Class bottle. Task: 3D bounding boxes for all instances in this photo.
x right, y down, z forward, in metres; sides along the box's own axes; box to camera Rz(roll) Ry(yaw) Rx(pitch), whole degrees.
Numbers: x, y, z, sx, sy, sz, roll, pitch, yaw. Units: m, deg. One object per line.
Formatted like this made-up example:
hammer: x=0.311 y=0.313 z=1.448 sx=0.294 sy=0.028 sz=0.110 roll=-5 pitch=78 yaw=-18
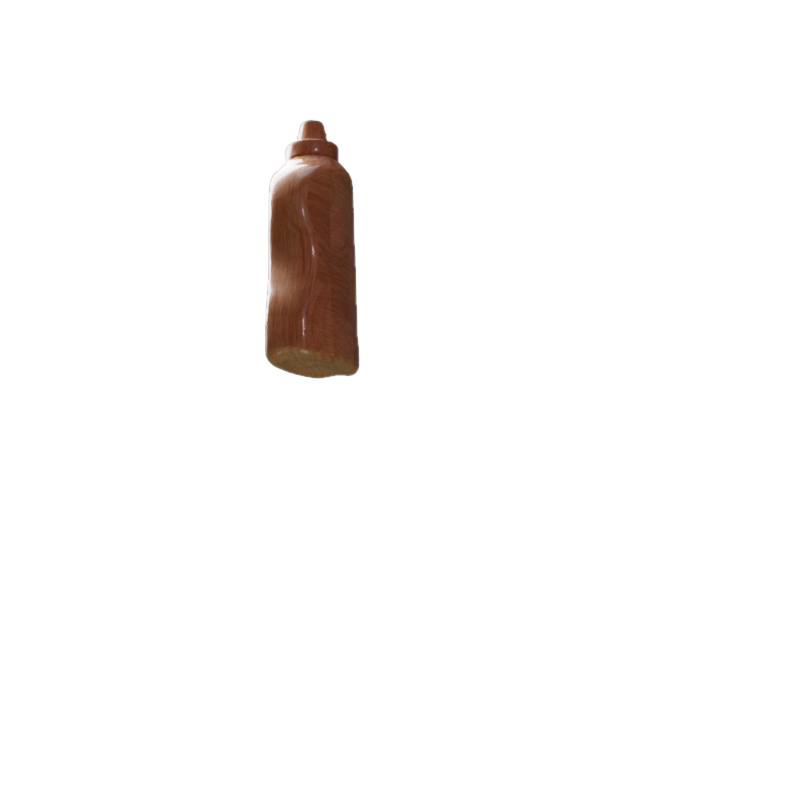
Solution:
bottle: x=-0.065 y=-0.118 z=0.826 sx=0.060 sy=0.200 sz=0.090 roll=-9 pitch=-18 yaw=23
